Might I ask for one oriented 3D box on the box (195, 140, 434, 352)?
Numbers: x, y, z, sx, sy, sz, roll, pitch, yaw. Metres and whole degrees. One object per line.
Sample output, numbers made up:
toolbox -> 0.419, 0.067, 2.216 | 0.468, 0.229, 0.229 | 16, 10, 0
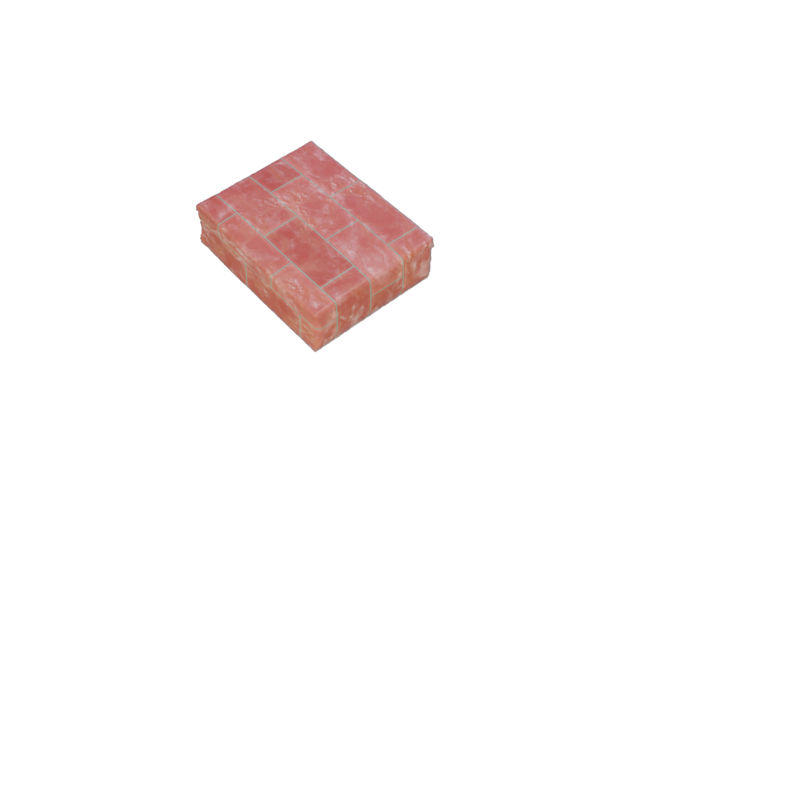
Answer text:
box -> -0.051, -0.093, 0.650 | 0.090, 0.036, 0.121 | -33, 57, -26
